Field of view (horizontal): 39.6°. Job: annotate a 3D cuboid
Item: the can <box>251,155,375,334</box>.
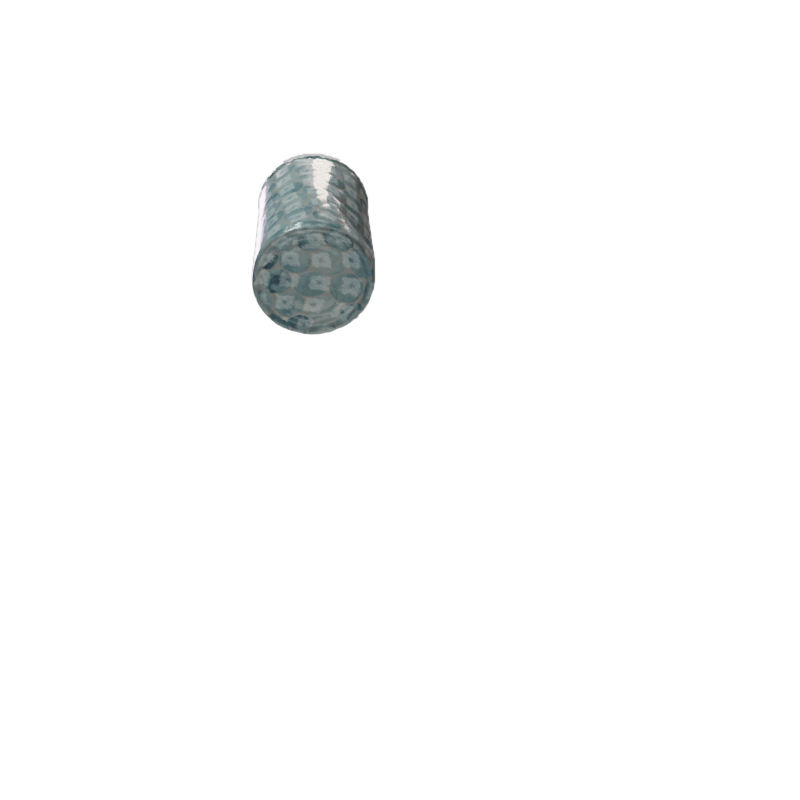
[{"bbox_3d":[-0.050,-0.091,0.639,0.068,0.065,0.109,-1,31,-3],"label":"can"}]
